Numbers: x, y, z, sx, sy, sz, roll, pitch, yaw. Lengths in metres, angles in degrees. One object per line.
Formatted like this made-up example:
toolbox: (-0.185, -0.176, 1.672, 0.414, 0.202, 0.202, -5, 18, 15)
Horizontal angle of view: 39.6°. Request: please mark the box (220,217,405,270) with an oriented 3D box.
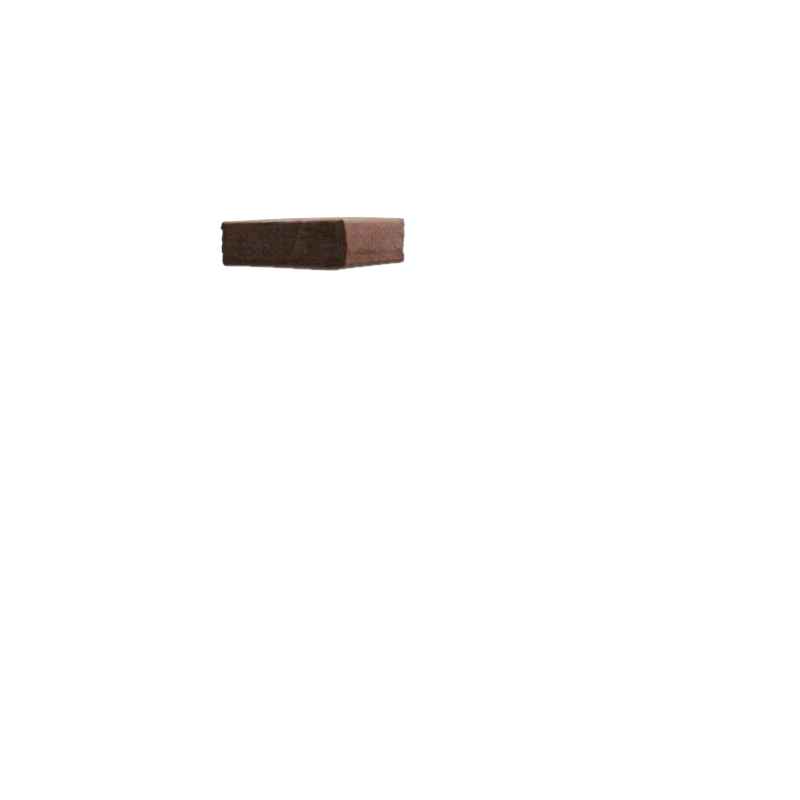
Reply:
box: (-0.066, -0.121, 0.845, 0.118, 0.038, 0.088, 6, 11, 32)
